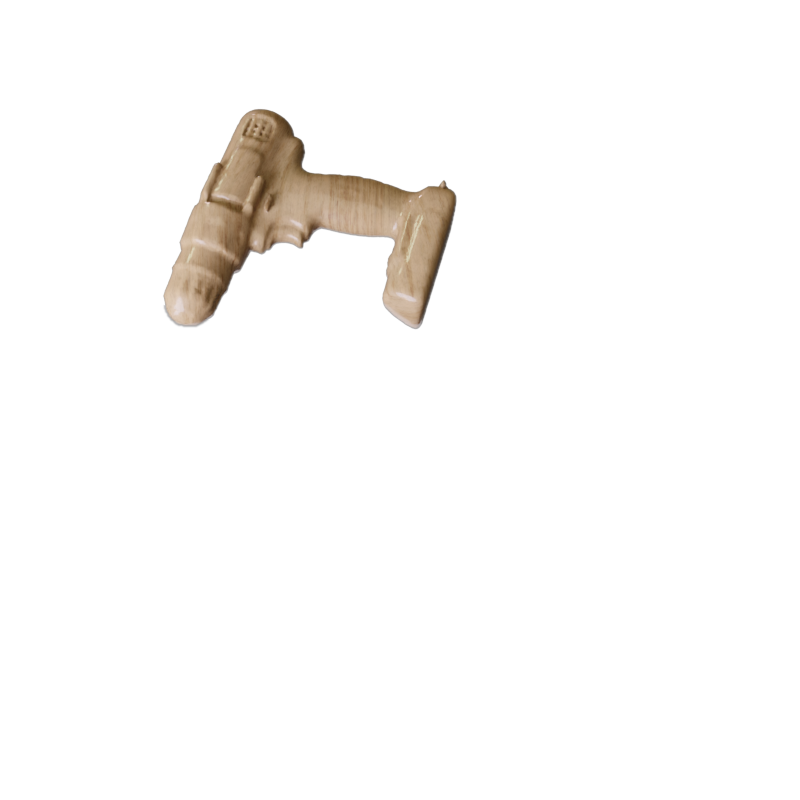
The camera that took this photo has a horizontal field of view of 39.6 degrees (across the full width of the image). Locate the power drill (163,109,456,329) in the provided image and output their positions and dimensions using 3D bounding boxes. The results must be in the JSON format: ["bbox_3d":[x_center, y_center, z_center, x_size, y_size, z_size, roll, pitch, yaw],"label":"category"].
[{"bbox_3d":[-0.064,-0.116,0.815,0.190,0.192,0.054,17,-23,7],"label":"power drill"}]
